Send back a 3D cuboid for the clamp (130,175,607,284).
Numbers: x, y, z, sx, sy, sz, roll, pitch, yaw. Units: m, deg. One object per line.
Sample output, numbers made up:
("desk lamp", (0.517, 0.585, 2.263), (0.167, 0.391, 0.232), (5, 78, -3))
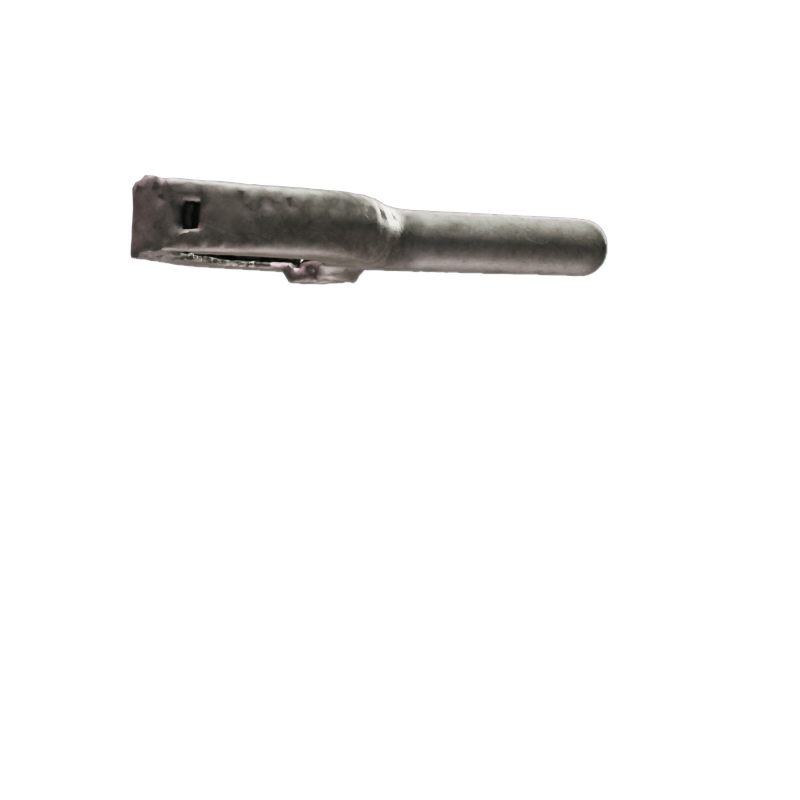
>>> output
("clamp", (-0.037, -0.067, 0.466), (0.171, 0.036, 0.201), (2, 4, 44))
